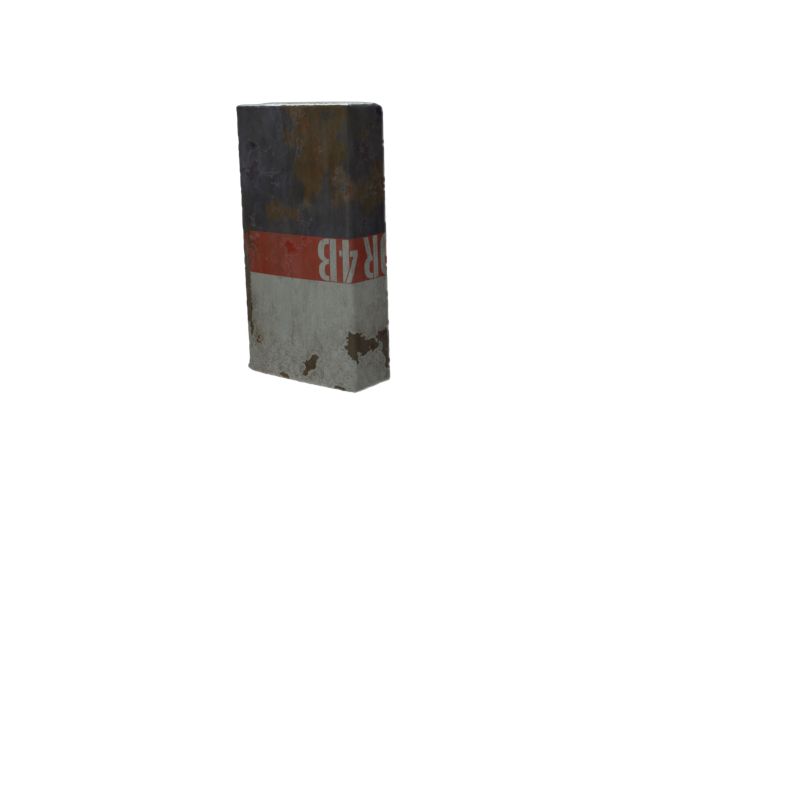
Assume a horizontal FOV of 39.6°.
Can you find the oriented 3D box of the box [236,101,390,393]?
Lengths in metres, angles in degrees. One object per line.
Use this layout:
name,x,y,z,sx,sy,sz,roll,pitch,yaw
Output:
box,-0.055,-0.100,0.703,0.098,0.173,0.047,8,11,38
